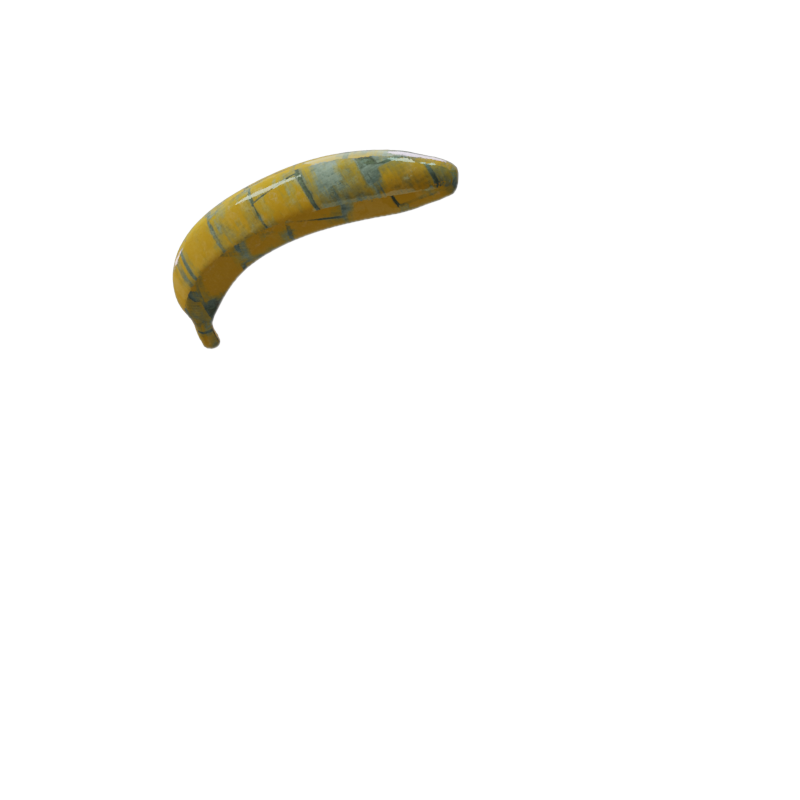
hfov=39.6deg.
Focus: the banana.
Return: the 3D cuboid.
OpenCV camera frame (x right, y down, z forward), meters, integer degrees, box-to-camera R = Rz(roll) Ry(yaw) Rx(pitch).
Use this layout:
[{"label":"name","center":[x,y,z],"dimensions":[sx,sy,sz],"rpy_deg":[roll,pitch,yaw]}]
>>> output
[{"label":"banana","center":[-0.063,-0.093,0.602],"dimensions":[0.197,0.039,0.065],"rpy_deg":[-27,-43,33]}]
